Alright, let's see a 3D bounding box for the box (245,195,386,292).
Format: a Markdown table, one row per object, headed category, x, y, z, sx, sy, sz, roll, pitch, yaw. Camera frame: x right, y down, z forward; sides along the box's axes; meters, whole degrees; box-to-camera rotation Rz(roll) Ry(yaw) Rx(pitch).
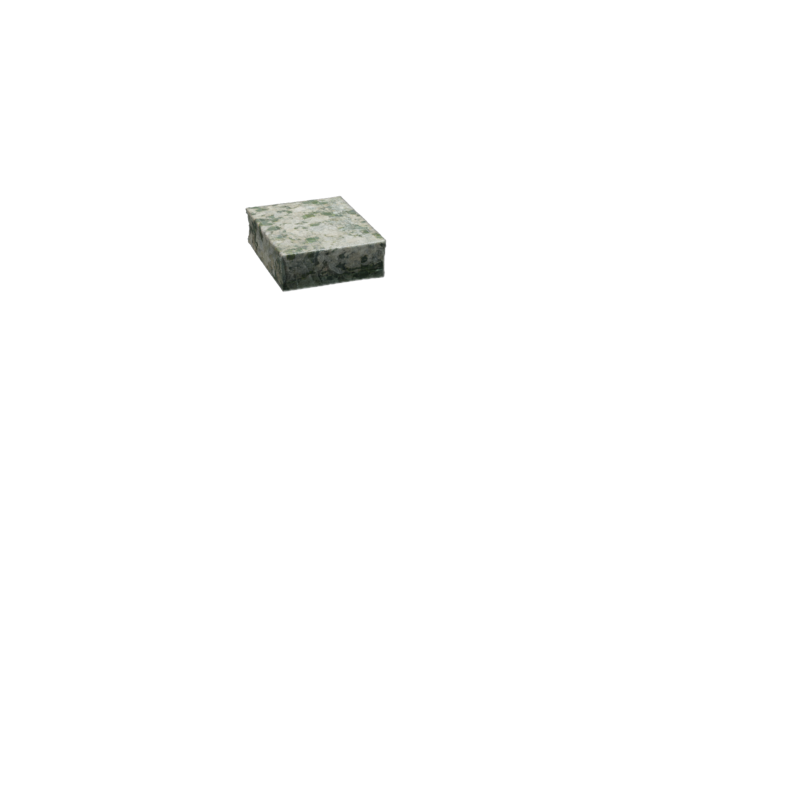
| category | x | y | z | sx | sy | sz | roll | pitch | yaw |
| --- | --- | --- | --- | --- | --- | --- | --- | --- | --- |
| box | -0.073 | -0.134 | 0.937 | 0.088 | 0.037 | 0.122 | -10 | 29 | -19 |
